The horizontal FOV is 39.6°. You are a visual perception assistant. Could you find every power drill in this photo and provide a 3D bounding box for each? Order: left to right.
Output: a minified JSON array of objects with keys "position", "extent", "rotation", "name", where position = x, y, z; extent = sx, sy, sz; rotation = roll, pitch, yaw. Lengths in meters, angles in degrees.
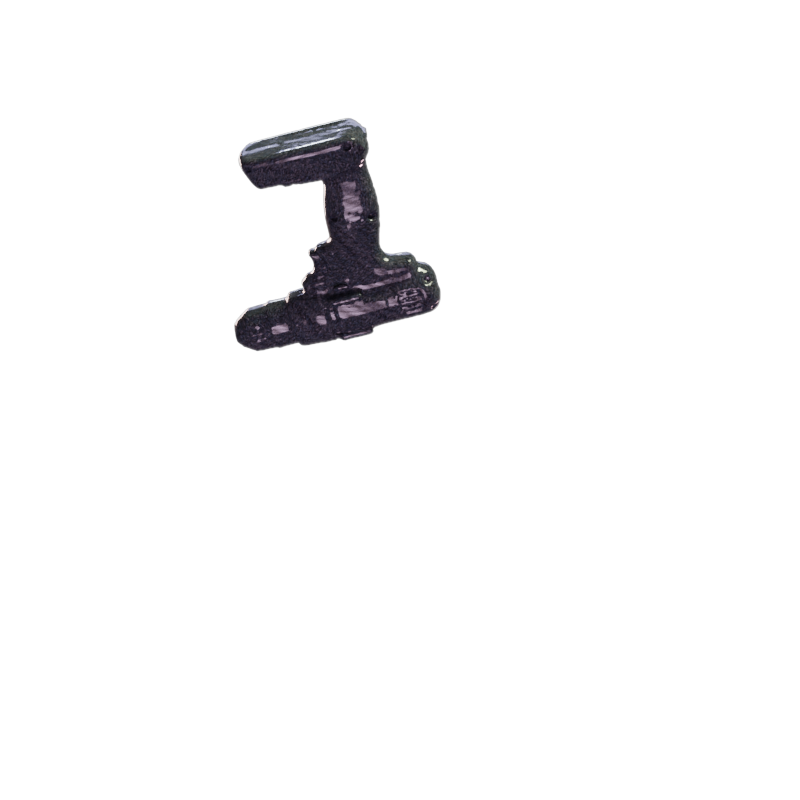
[{"position":[-0.074,-0.134,0.941],"extent":[0.185,0.176,0.061],"rotation":[-14,28,7],"name":"power drill"}]
